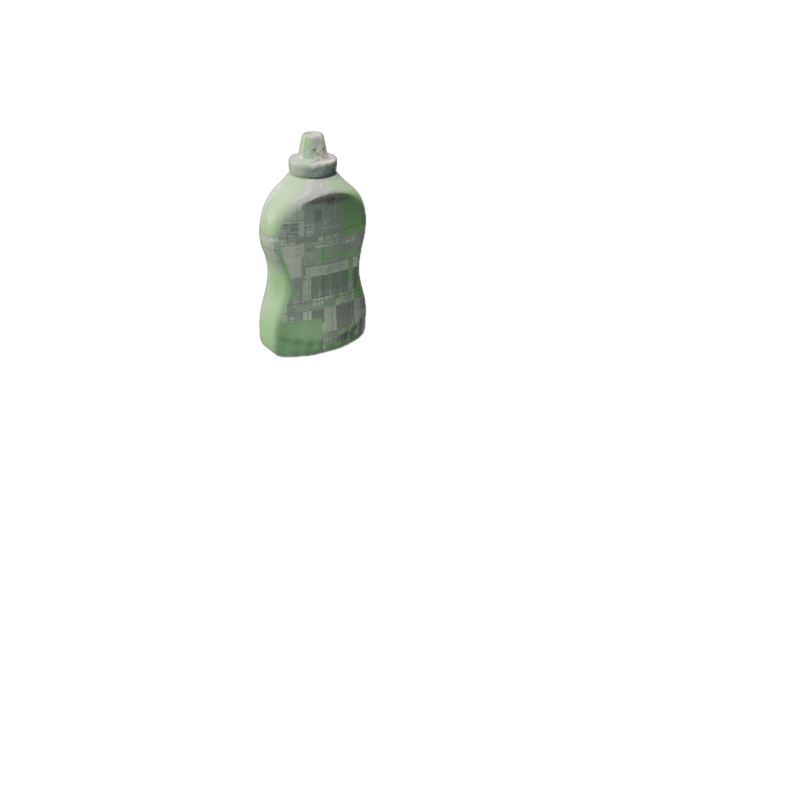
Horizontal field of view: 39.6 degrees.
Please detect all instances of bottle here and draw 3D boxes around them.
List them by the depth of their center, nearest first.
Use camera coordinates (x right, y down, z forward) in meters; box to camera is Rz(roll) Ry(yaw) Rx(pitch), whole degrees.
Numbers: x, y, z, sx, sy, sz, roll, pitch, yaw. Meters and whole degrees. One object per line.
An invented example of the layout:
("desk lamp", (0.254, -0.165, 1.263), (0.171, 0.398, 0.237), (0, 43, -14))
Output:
("bottle", (-0.075, -0.137, 0.956), (0.094, 0.182, 0.062), (-12, 26, -29))
